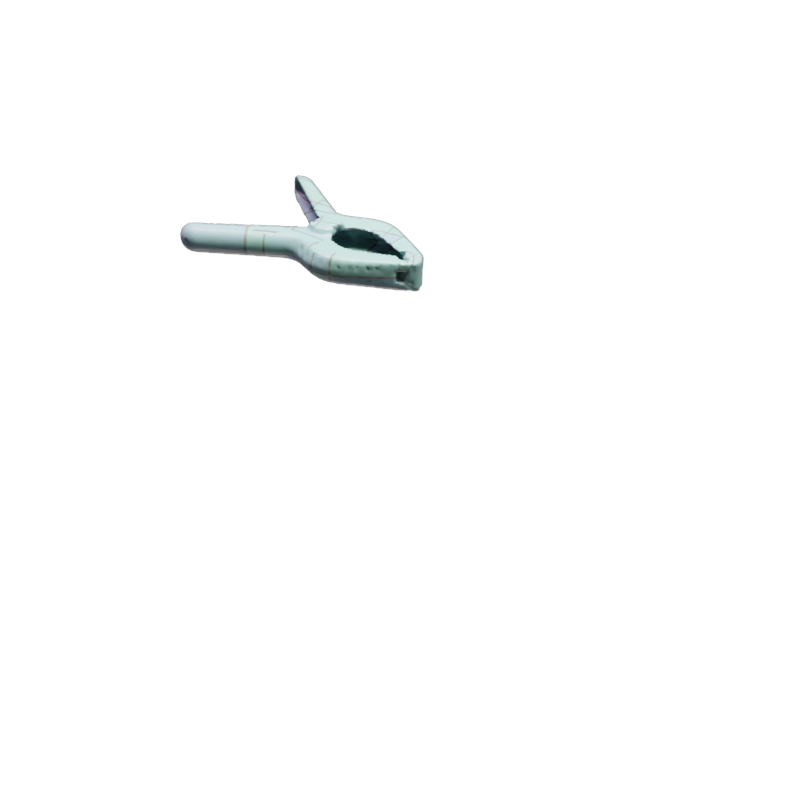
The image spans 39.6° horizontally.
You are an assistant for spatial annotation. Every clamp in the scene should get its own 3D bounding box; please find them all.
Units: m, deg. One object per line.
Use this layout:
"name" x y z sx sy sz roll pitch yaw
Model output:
"clamp" -0.075 -0.137 0.960 0.164 0.034 0.224 -28 42 -36
